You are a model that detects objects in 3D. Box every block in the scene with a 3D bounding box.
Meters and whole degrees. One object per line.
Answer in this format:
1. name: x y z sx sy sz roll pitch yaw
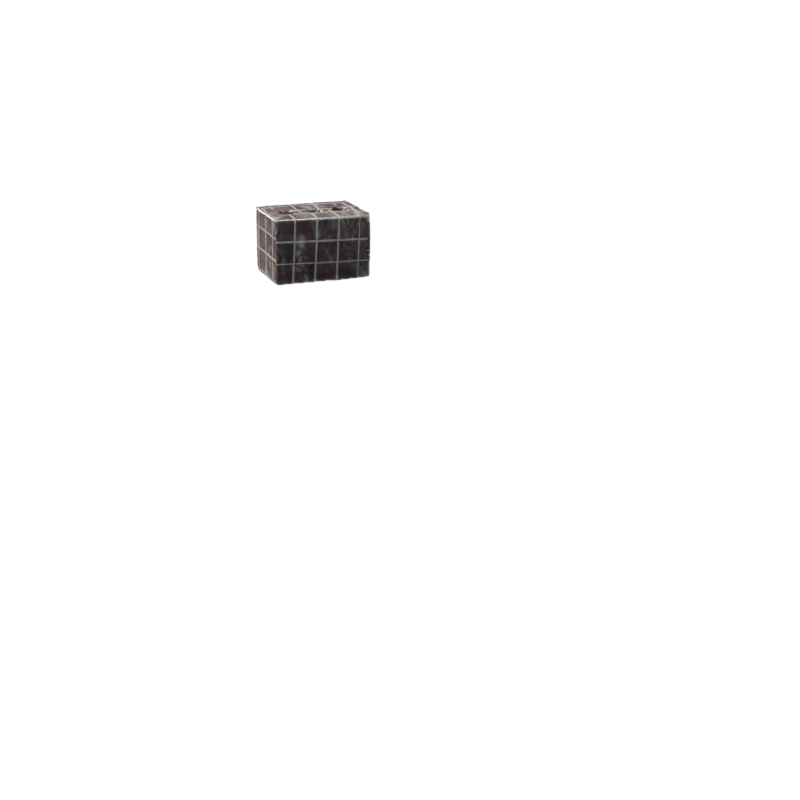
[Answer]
1. block: -0.067 -0.122 0.856 0.076 0.049 0.056 -7 19 -20
